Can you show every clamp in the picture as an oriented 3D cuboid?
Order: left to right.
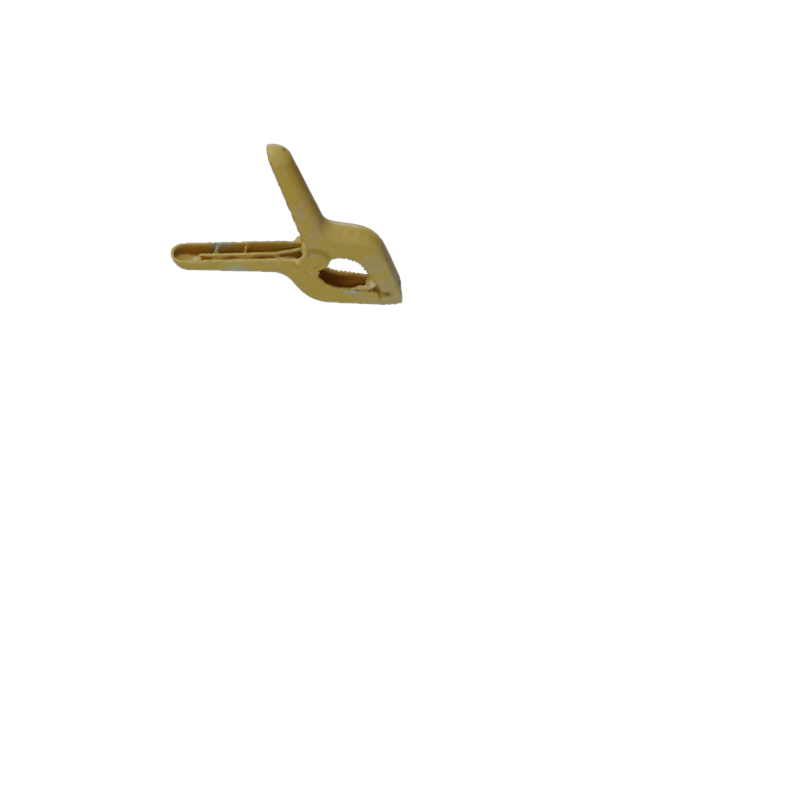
[{"bbox_3d":[-0.077,-0.141,0.985,0.201,0.039,0.160,20,-43,-23],"label":"clamp"}]
